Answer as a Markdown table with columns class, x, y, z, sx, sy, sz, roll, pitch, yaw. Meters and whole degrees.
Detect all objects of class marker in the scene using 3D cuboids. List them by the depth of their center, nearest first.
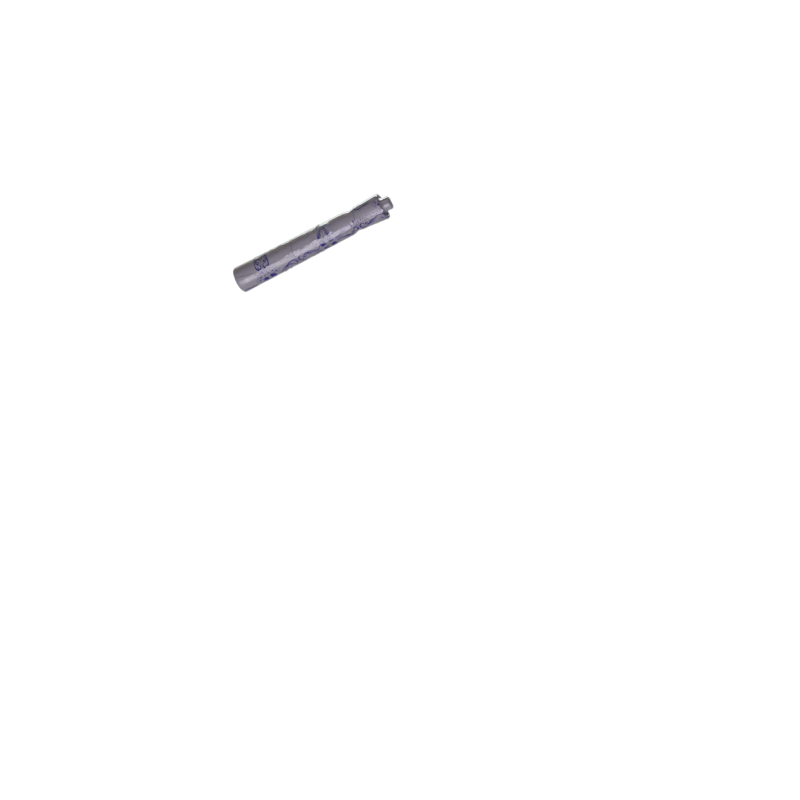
| class | x | y | z | sx | sy | sz | roll | pitch | yaw |
| --- | --- | --- | --- | --- | --- | --- | --- | --- | --- |
| marker | -0.059 | -0.108 | 0.758 | 0.121 | 0.020 | 0.019 | -25 | -3 | 16 |
